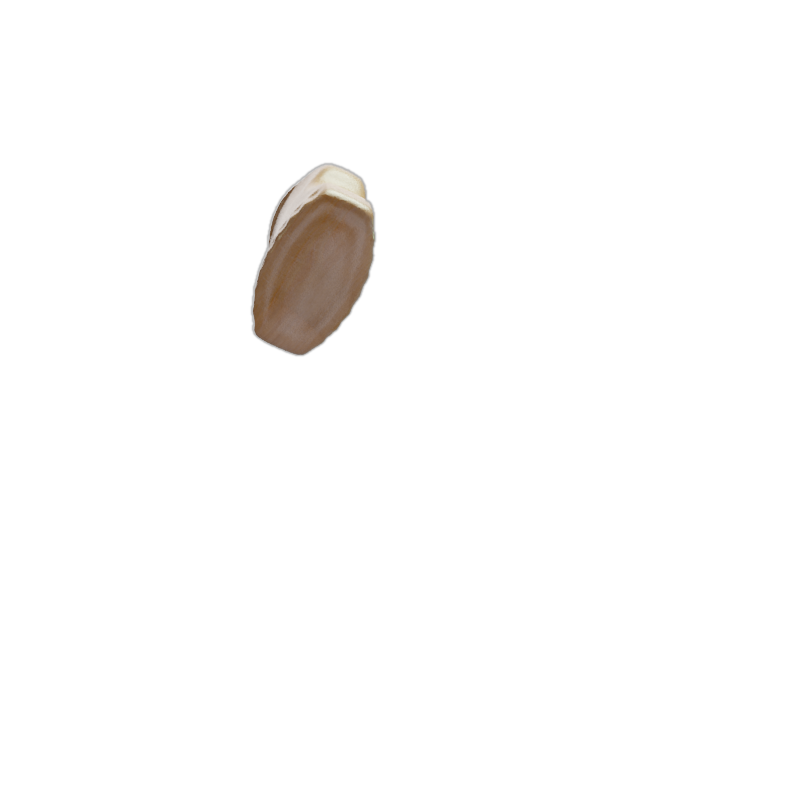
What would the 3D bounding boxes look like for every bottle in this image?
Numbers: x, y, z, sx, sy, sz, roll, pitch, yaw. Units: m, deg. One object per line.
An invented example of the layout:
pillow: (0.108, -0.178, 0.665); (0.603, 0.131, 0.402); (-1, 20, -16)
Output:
bottle: (-0.055, -0.100, 0.703); (0.057, 0.094, 0.199); (23, 15, -11)
